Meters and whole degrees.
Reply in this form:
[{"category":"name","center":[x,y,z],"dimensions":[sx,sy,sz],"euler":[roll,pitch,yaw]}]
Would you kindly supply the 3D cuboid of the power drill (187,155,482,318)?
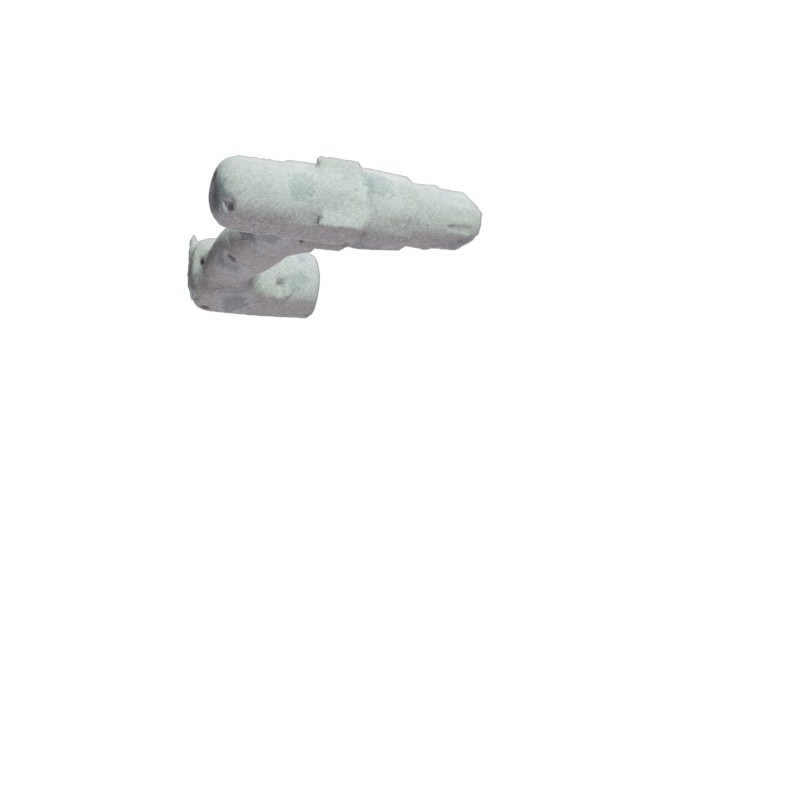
[{"category":"power drill","center":[-0.060,-0.110,0.772],"dimensions":[0.179,0.060,0.185],"euler":[7,-18,-22]}]
